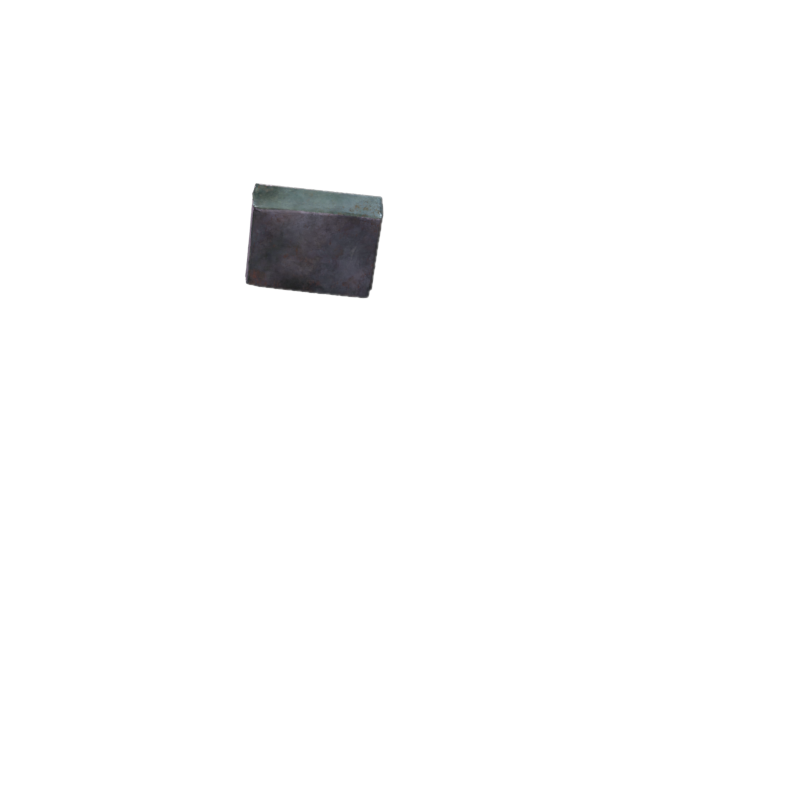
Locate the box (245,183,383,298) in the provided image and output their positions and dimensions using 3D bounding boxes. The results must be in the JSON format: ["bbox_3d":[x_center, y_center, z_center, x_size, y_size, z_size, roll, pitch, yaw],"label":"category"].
[{"bbox_3d":[-0.075,-0.137,0.962,0.113,0.084,0.042,5,39,-5],"label":"box"}]
